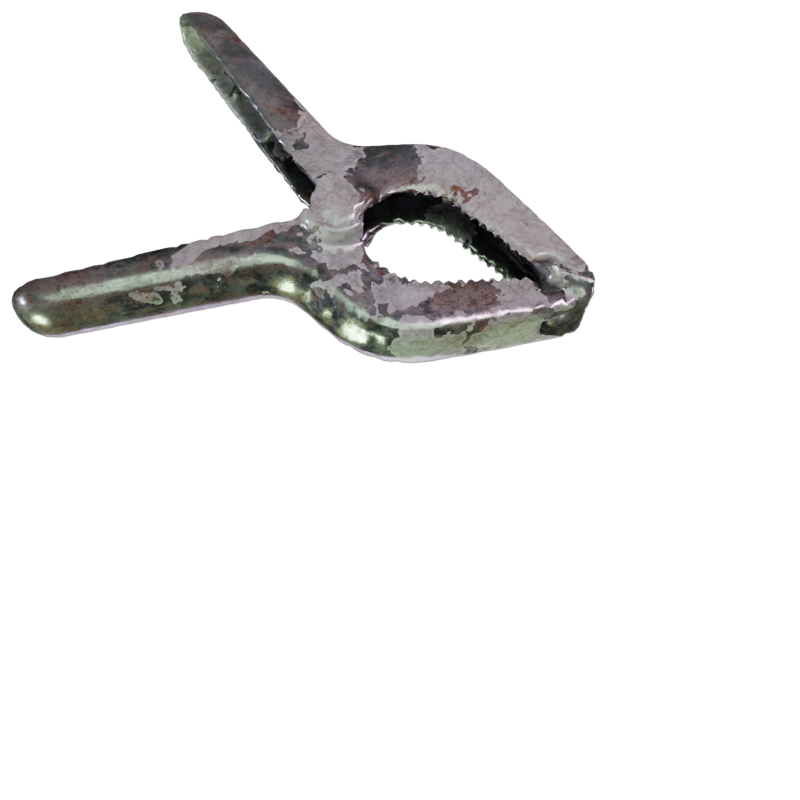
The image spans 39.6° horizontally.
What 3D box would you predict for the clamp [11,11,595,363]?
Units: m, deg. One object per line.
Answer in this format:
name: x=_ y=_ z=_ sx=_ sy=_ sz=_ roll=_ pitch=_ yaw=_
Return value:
clamp: x=-0.034 y=-0.062 z=0.432 sx=0.216 sy=0.170 sz=0.034 roll=24 pitch=-27 yaw=13
